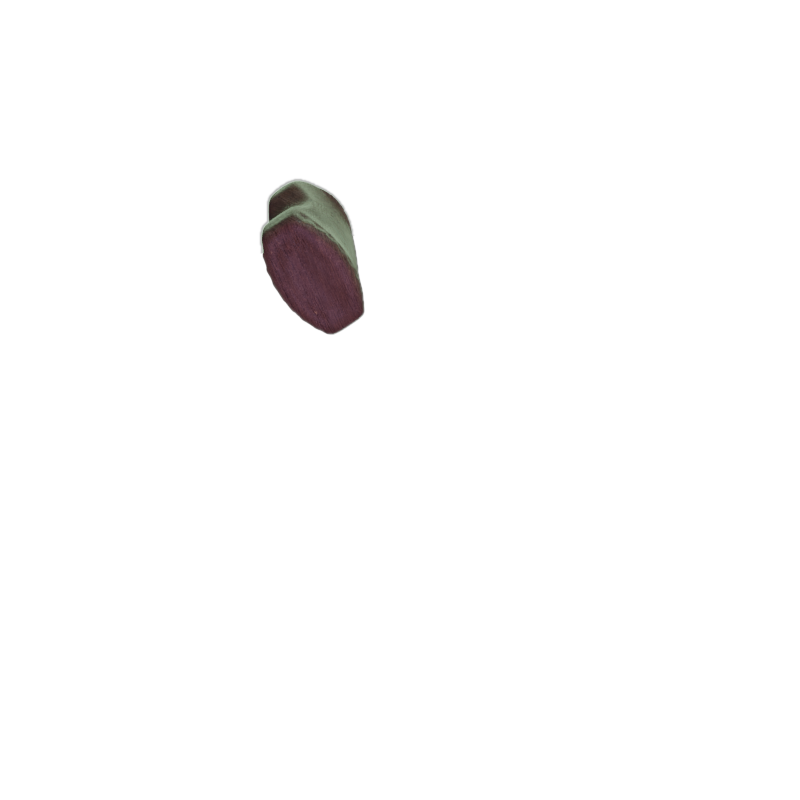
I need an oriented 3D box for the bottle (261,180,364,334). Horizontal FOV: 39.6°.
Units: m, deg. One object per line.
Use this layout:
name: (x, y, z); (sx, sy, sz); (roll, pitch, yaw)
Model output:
bottle: (-0.070, -0.129, 0.900); (0.058, 0.092, 0.201); (-34, 21, 11)
